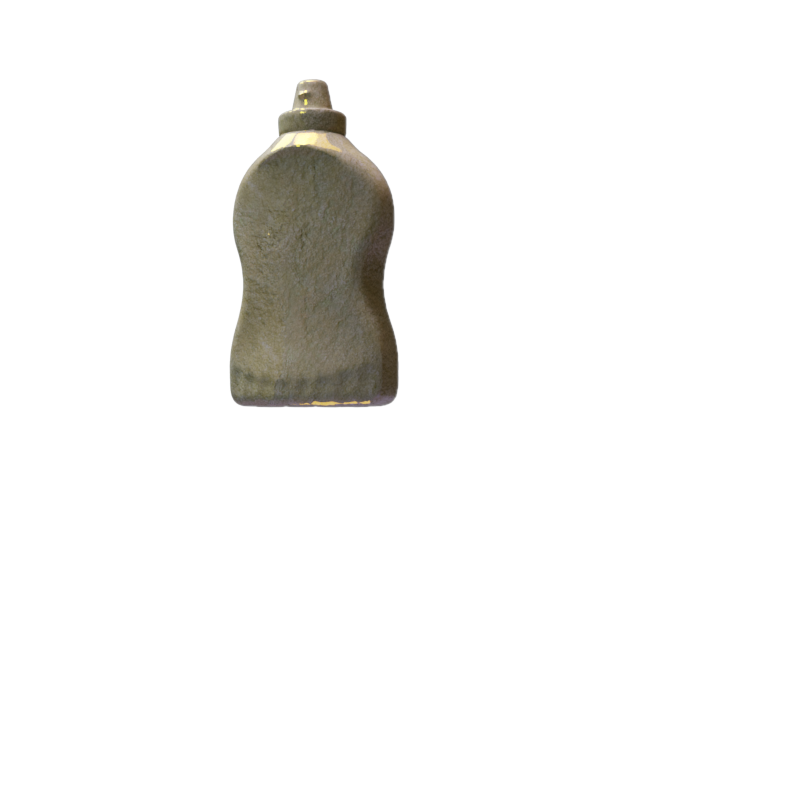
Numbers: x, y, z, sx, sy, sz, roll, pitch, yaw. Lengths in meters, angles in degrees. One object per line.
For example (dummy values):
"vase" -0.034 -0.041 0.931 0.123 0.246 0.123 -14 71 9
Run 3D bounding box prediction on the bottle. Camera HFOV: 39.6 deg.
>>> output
"bottle" -0.051 -0.093 0.649 0.098 0.195 0.056 -3 -8 23
